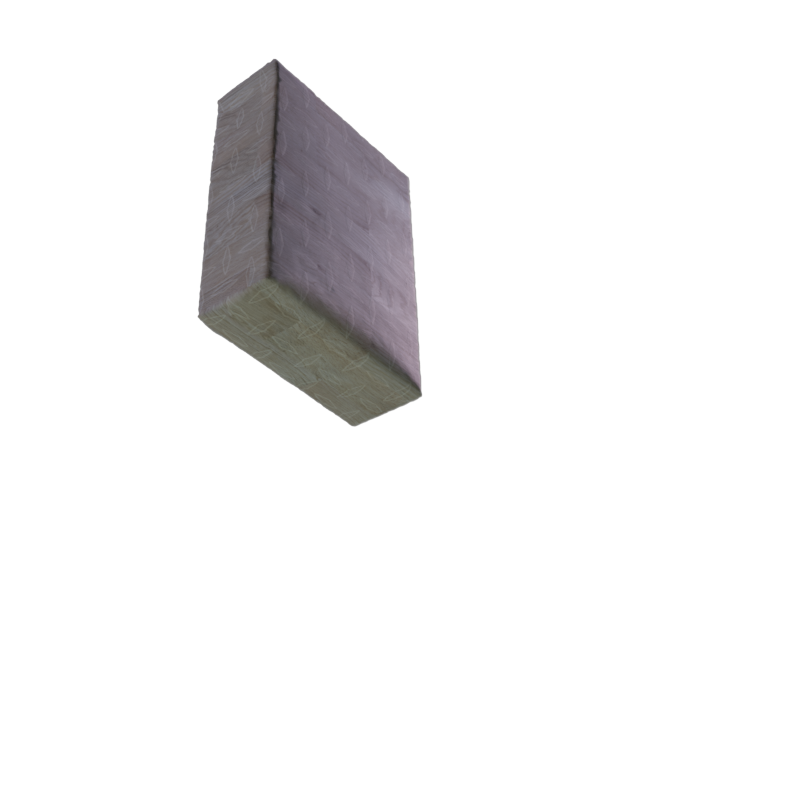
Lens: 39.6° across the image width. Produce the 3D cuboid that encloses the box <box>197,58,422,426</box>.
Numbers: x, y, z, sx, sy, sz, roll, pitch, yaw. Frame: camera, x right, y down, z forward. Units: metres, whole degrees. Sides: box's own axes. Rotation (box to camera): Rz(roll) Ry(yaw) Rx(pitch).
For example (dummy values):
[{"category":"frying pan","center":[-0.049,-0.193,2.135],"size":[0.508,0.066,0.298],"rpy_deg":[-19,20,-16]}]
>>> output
[{"category":"box","center":[-0.062,-0.113,0.794],"size":[0.072,0.229,0.153],"rpy_deg":[-29,-45,28]}]
